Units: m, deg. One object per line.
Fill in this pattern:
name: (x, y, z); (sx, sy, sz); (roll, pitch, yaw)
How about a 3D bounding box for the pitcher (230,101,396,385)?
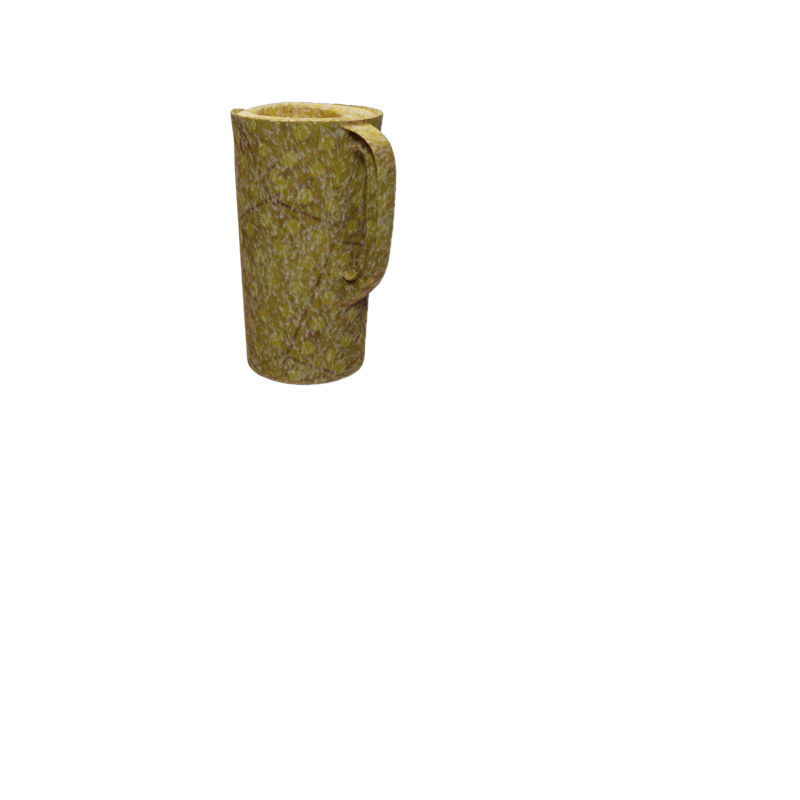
pitcher: (-0.077, -0.140, 0.979); (0.146, 0.235, 0.154); (1, 16, 2)
